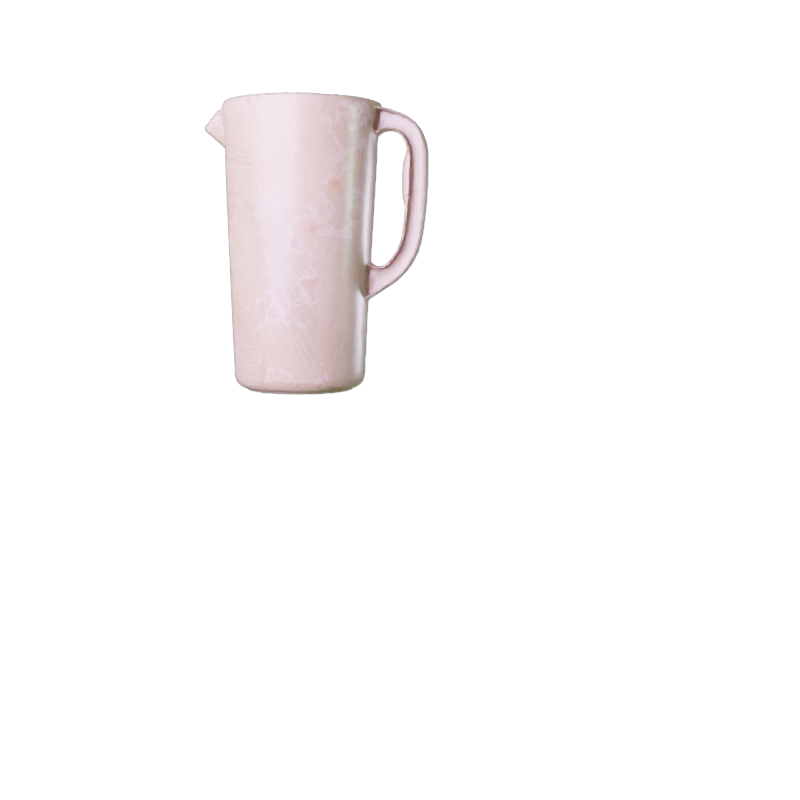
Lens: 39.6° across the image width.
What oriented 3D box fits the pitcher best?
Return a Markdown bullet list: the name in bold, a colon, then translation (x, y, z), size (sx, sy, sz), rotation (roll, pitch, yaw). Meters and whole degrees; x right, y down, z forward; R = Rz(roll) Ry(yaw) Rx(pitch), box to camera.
- **pitcher**: translation (-0.072, -0.131, 0.917), size (0.140, 0.243, 0.155), rotation (-1, 2, -35)
